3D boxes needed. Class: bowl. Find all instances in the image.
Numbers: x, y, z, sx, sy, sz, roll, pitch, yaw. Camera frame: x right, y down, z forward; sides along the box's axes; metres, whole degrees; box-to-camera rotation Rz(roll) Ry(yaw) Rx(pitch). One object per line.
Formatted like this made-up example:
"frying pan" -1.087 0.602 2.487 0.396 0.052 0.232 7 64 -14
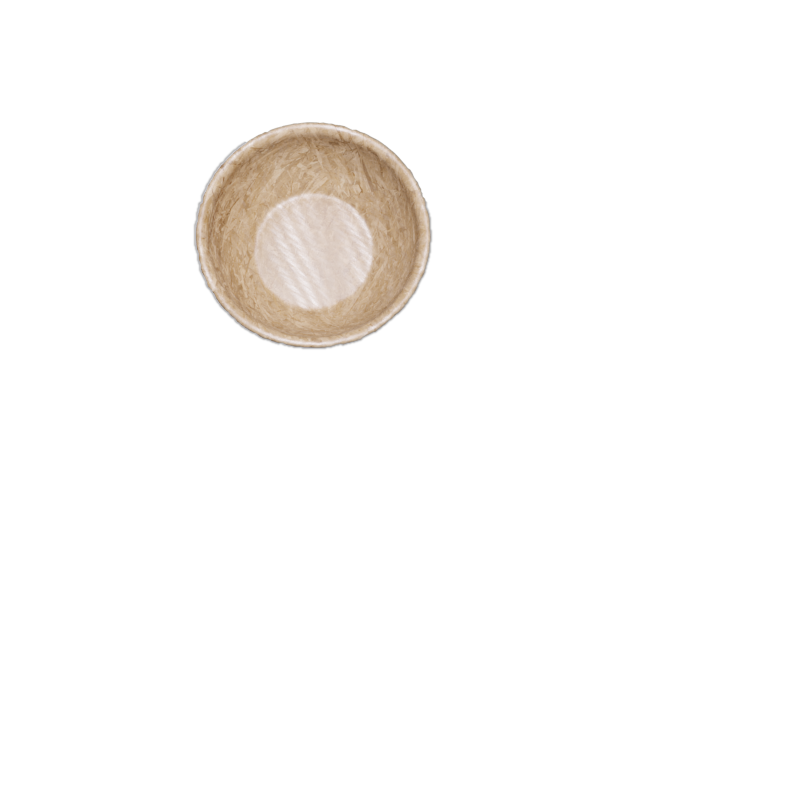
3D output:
"bowl" -0.061 -0.112 0.782 0.162 0.168 0.053 0 -14 -1
